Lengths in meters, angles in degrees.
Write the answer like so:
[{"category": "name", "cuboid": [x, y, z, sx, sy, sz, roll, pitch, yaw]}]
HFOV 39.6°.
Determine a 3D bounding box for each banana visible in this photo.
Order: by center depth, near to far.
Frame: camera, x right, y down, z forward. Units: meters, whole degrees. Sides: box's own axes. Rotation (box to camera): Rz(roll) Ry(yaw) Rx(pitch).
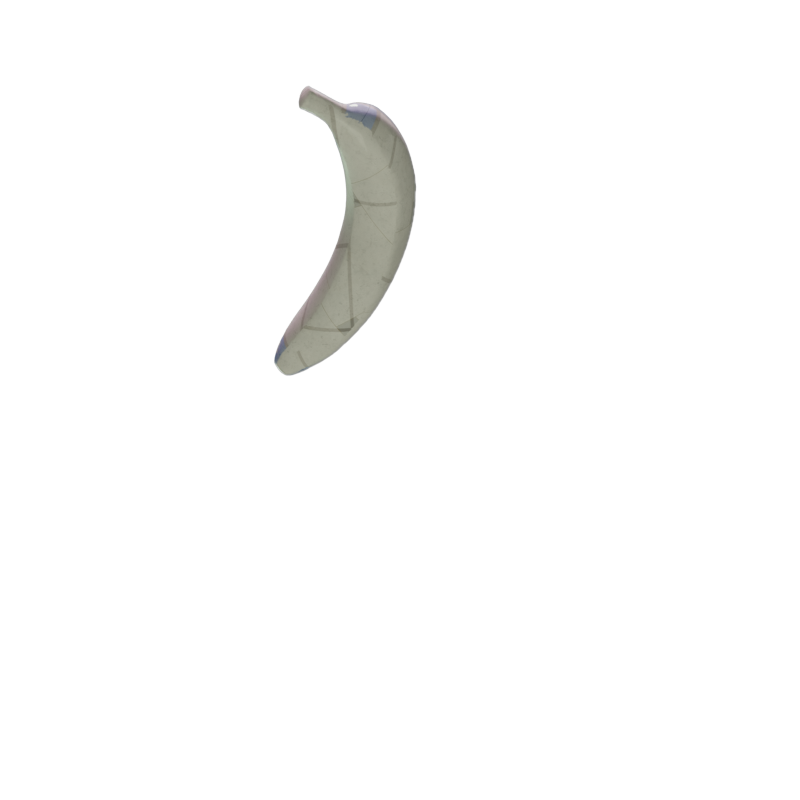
[{"category": "banana", "cuboid": [-0.029, -0.090, 0.615, 0.069, 0.186, 0.039, 5, 40, -5]}]
